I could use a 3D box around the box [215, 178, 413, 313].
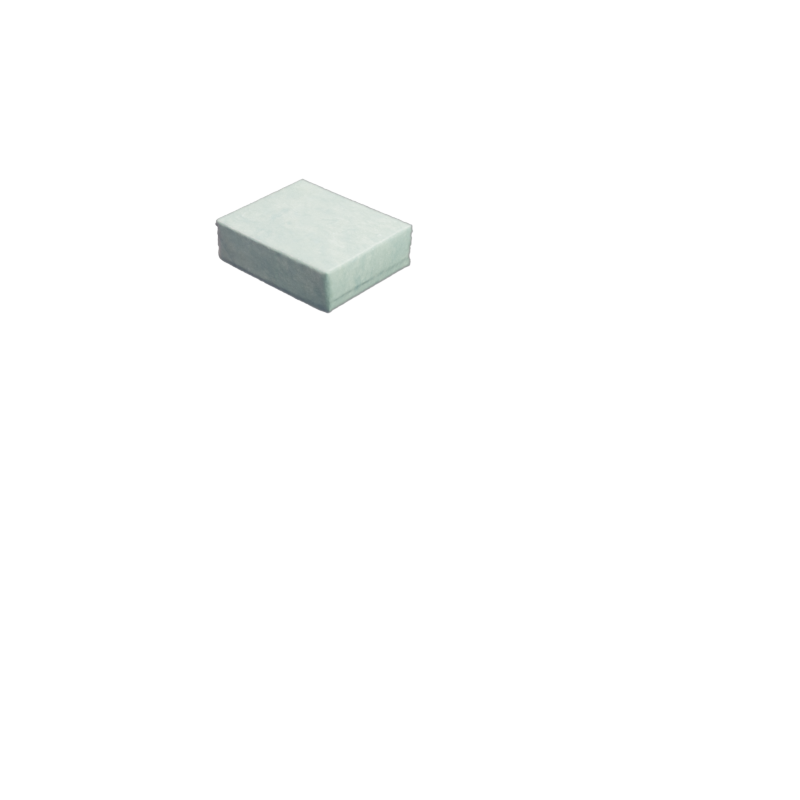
[{"bbox_3d":[-0.062,-0.113,0.791,0.121,0.036,0.090,29,45,32],"label":"box"}]
